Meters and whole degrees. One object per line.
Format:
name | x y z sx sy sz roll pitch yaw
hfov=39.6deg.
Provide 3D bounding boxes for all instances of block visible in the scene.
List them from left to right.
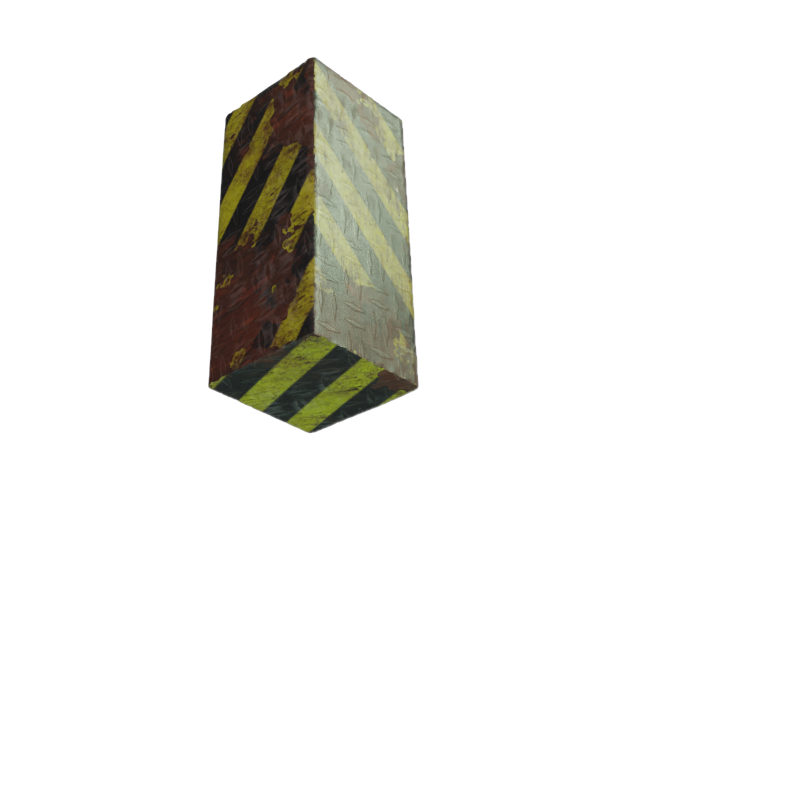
block | -0.055 -0.099 0.697 0.090 0.220 0.085 -27 -40 34
